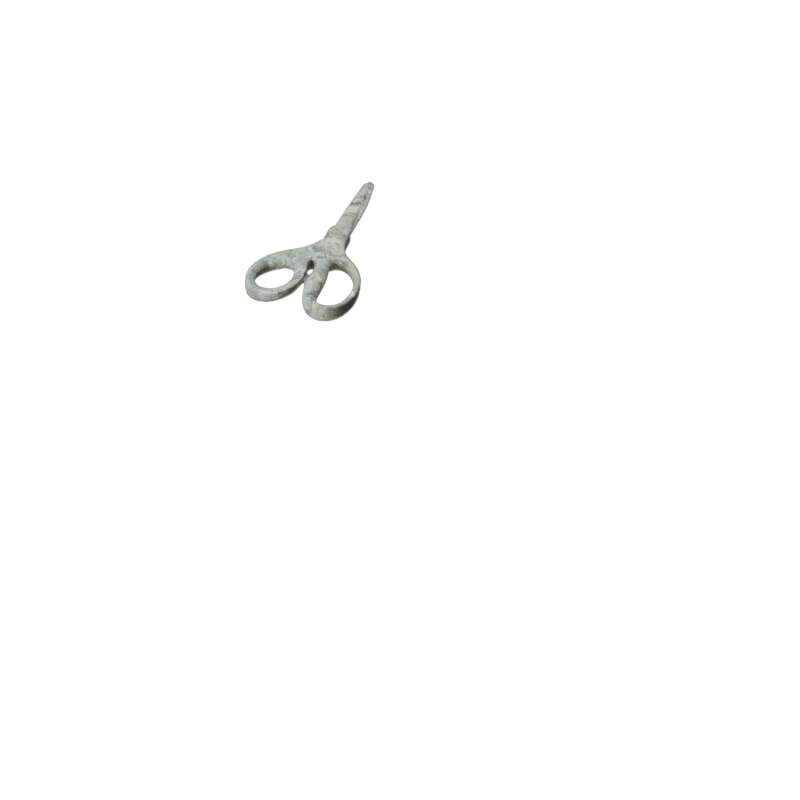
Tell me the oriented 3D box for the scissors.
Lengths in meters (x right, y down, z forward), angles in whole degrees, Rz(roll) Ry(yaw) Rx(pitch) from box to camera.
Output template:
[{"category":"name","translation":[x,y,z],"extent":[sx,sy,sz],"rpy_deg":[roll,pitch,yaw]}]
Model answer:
[{"category":"scissors","translation":[-0.069,-0.126,0.883],"extent":[0.096,0.015,0.215],"rpy_deg":[0,37,0]}]
